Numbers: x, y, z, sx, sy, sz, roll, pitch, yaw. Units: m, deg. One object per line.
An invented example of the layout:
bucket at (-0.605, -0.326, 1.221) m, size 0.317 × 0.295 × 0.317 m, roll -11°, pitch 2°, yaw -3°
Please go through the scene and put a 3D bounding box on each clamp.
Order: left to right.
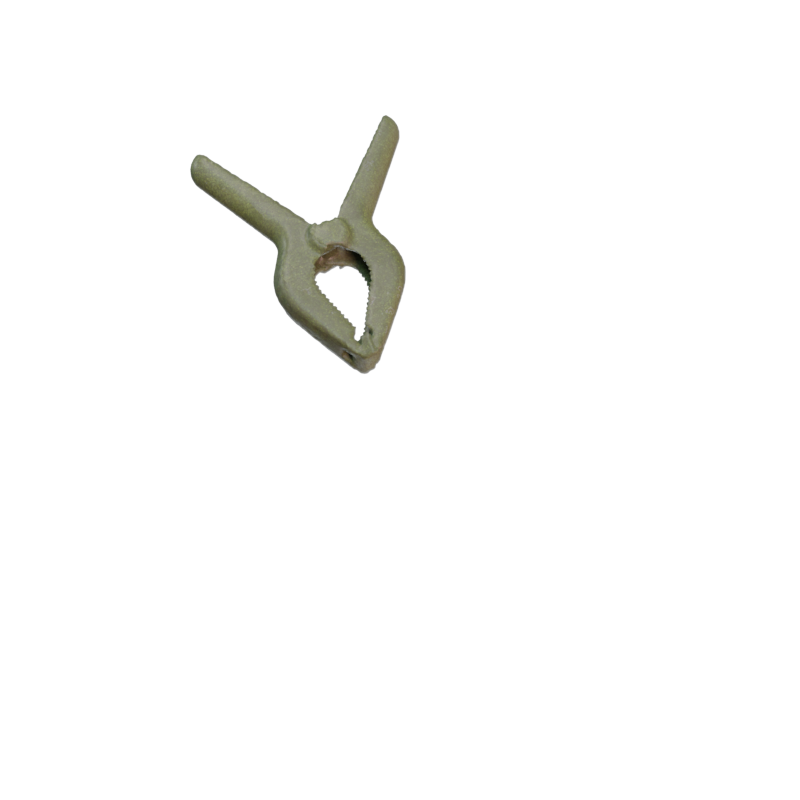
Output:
clamp at (-0.063, -0.116, 0.810) m, size 0.163 × 0.225 × 0.034 m, roll -9°, pitch -30°, yaw -5°
